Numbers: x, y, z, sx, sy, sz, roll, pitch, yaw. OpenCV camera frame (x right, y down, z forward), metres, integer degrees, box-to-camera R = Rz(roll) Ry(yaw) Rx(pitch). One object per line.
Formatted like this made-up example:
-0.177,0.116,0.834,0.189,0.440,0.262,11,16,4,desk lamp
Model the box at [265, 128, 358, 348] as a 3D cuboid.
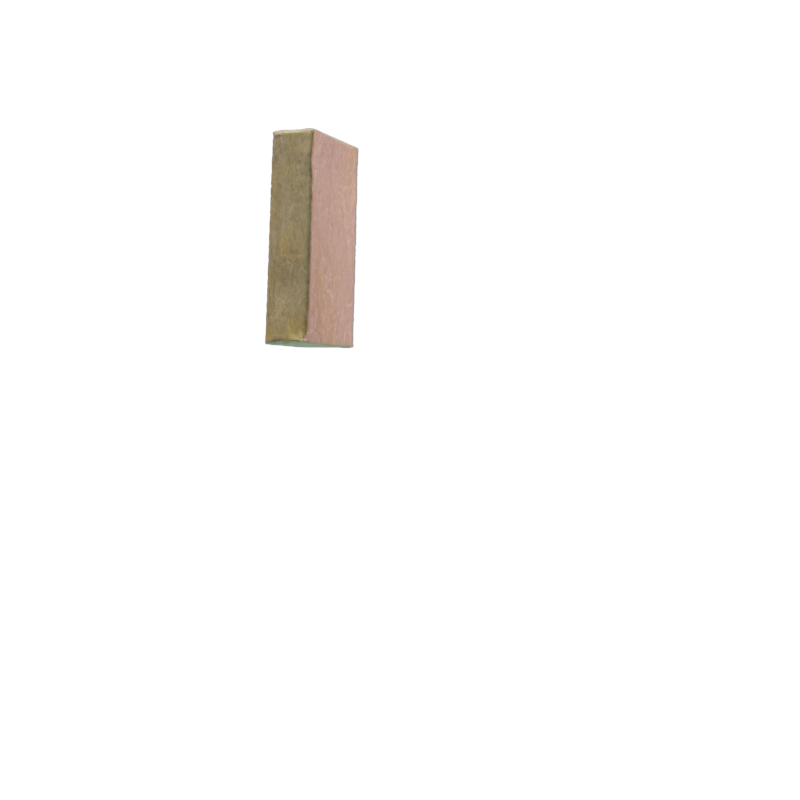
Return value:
-0.073,-0.133,0.933,0.049,0.179,0.089,-4,-7,23,box
